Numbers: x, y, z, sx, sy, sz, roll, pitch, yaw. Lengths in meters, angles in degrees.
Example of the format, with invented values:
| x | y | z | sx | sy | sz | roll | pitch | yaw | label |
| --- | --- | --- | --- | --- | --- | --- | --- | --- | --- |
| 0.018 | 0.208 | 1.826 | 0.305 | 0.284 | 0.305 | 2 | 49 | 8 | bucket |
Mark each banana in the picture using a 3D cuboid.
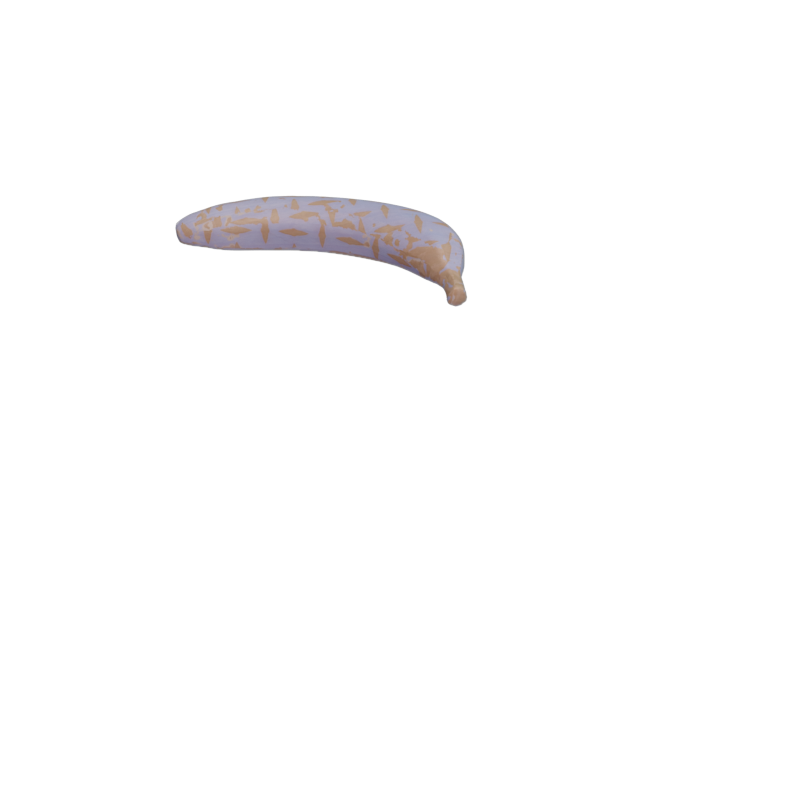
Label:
| x | y | z | sx | sy | sz | roll | pitch | yaw | label |
| --- | --- | --- | --- | --- | --- | --- | --- | --- | --- |
| -0.041 | -0.101 | 0.678 | 0.206 | 0.035 | 0.070 | 13 | 28 | 26 | banana |
